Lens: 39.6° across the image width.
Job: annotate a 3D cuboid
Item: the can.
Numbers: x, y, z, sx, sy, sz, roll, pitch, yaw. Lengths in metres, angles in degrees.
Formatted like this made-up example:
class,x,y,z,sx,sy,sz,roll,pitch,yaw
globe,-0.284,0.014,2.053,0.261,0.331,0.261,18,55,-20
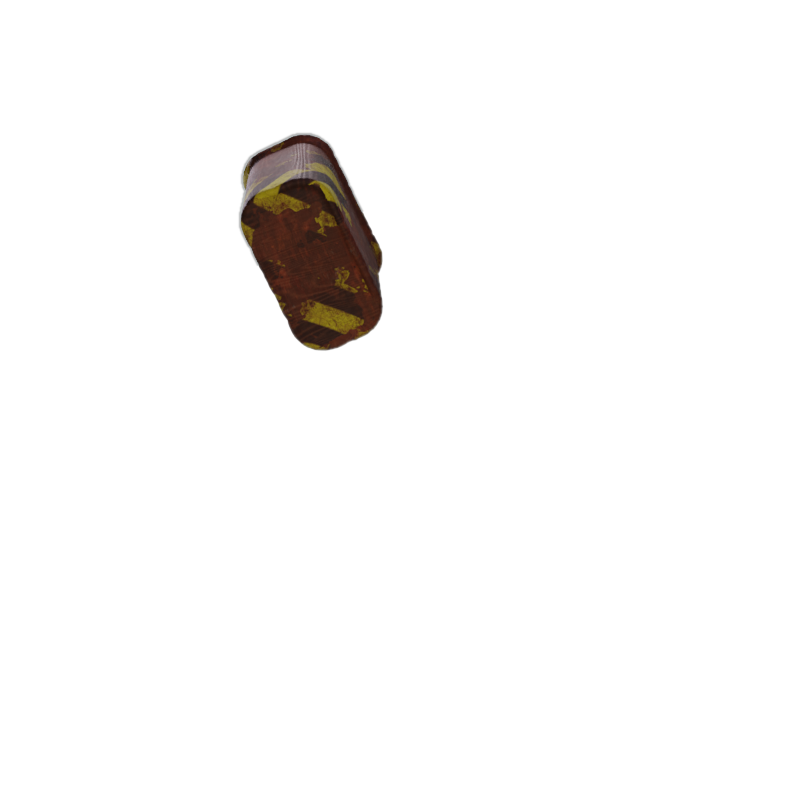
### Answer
class,x,y,z,sx,sy,sz,roll,pitch,yaw
can,-0.048,-0.088,0.619,0.057,0.097,0.088,-24,21,8
